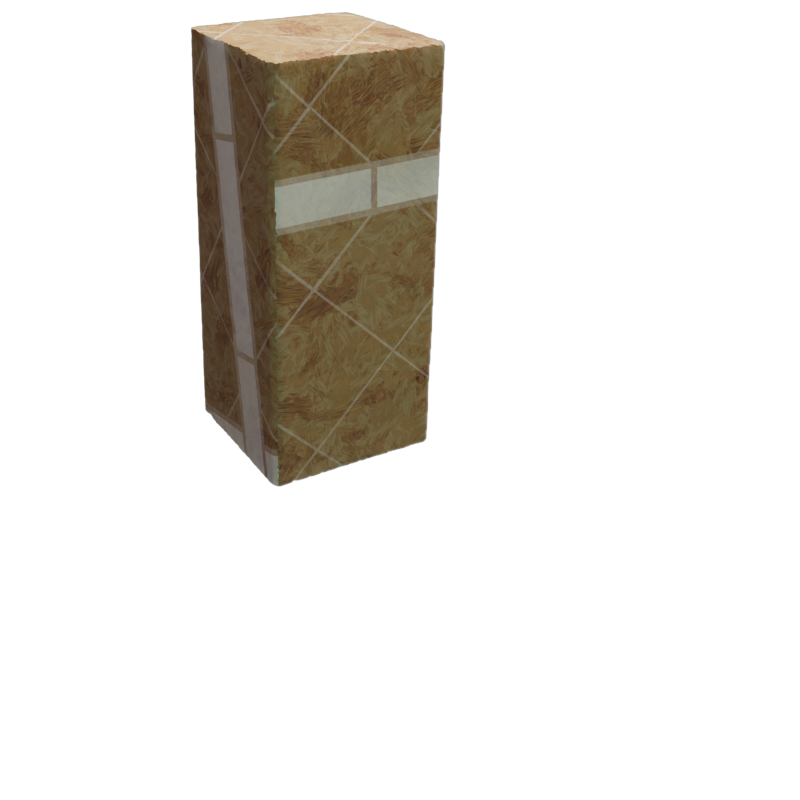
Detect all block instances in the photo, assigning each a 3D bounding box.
[{"bbox_3d":[-0.043,-0.078,0.547,0.089,0.196,0.097,-13,28,-29],"label":"block"}]
